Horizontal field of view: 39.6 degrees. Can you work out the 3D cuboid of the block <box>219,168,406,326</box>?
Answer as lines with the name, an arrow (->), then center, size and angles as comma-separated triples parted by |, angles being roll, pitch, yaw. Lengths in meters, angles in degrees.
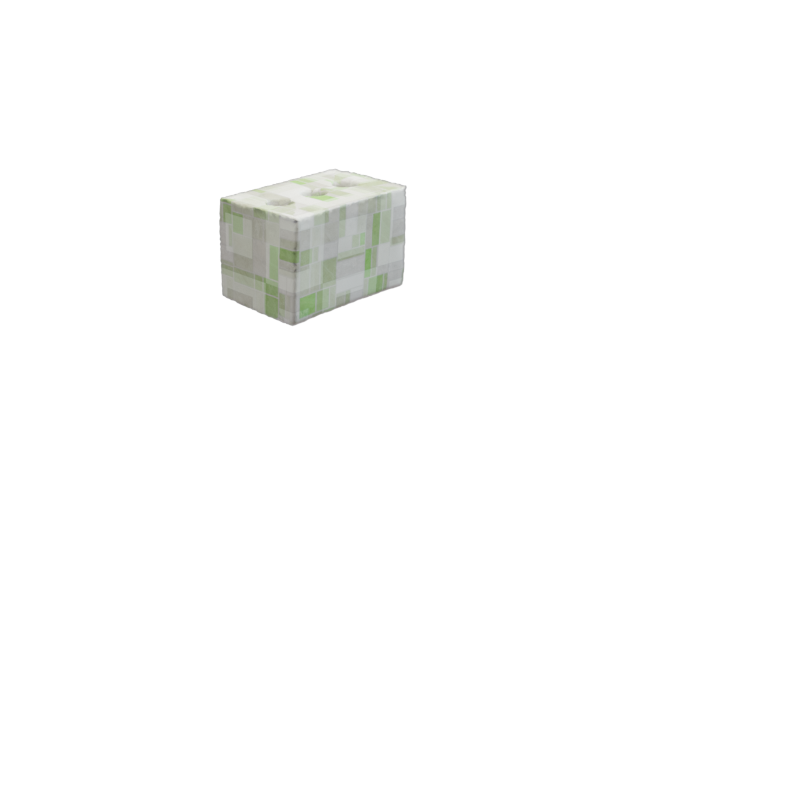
block -> -0.042, -0.076, 0.532 | 0.056, 0.049, 0.077 | 20, 30, 38
